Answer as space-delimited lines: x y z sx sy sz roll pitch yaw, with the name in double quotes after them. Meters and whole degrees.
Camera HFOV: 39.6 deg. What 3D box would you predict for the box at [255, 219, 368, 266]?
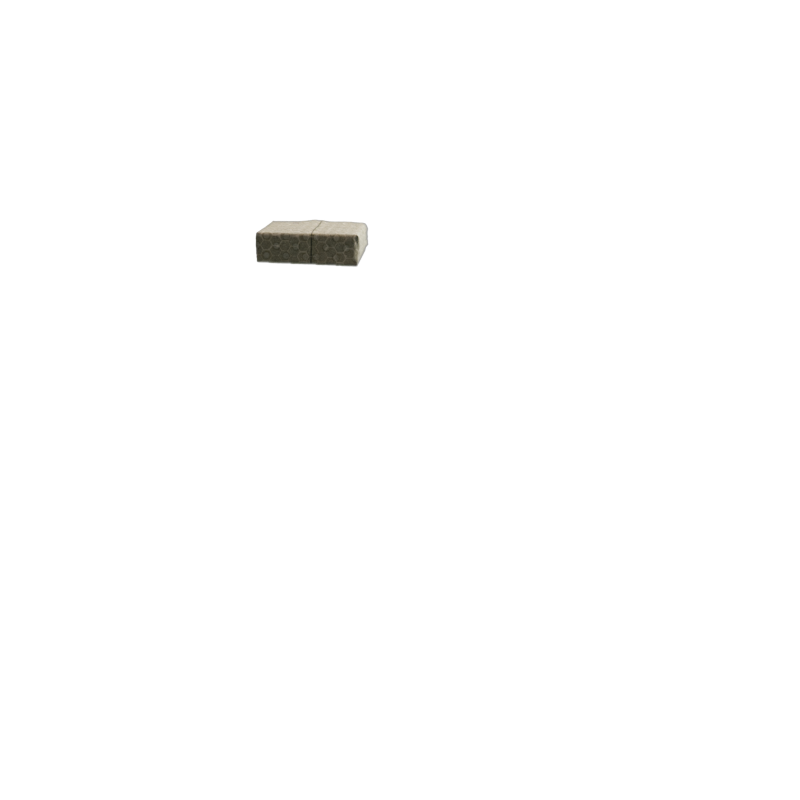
-0.075 -0.138 0.966 0.090 0.029 0.075 2 16 7 "box"
